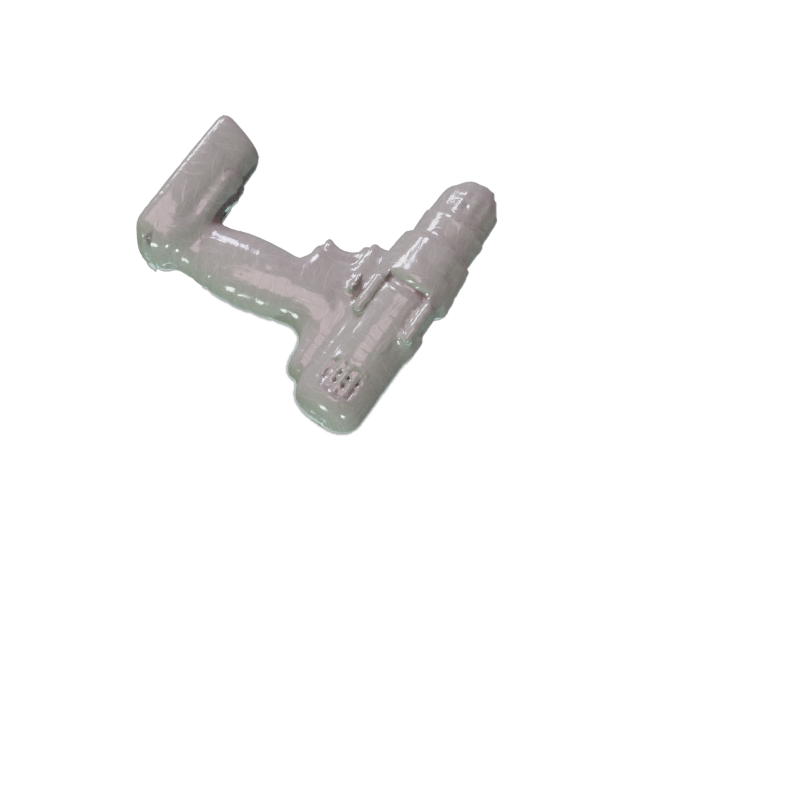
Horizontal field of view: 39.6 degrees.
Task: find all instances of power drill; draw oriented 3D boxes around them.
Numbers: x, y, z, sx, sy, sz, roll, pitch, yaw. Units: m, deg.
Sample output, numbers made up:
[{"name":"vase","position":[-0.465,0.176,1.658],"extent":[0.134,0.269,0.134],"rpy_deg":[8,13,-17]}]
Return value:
[{"name":"power drill","position":[-0.054,-0.099,0.692],"extent":[0.194,0.188,0.054],"rpy_deg":[32,-20,13]}]
